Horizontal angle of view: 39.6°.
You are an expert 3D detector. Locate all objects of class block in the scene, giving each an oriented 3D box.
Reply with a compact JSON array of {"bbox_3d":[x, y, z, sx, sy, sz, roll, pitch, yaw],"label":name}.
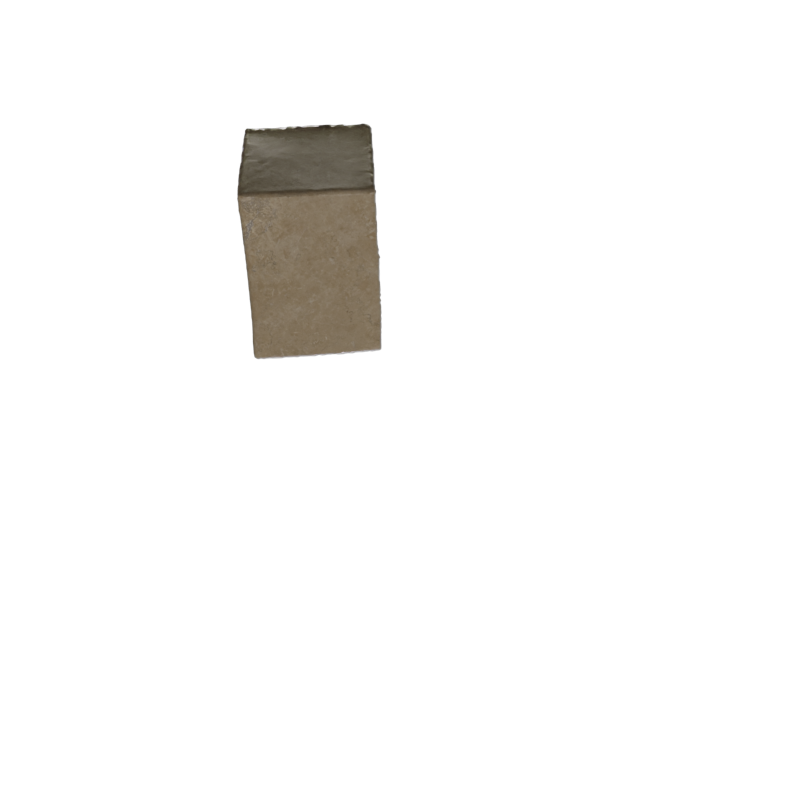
[{"bbox_3d":[-0.035,-0.063,0.441,0.053,0.073,0.055,-2,37,-1],"label":"block"}]
